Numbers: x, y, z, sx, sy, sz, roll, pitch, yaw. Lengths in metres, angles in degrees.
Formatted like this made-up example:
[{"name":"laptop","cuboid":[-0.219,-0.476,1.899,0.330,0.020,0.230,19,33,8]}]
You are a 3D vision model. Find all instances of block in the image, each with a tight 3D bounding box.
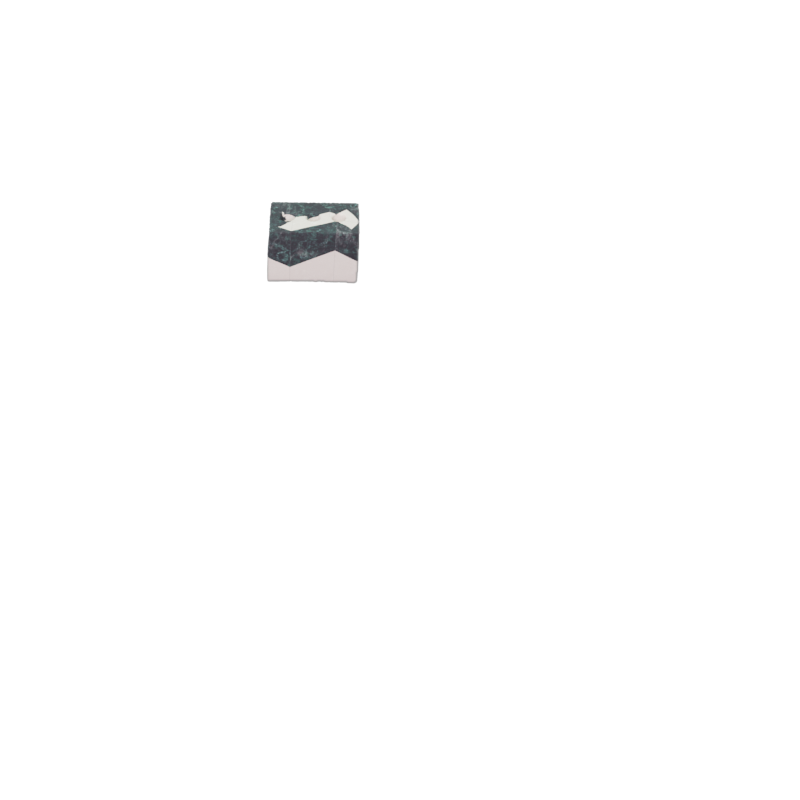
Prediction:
[{"name":"block","cuboid":[-0.075,-0.136,0.952,0.078,0.048,0.056,0,37,-1]}]
